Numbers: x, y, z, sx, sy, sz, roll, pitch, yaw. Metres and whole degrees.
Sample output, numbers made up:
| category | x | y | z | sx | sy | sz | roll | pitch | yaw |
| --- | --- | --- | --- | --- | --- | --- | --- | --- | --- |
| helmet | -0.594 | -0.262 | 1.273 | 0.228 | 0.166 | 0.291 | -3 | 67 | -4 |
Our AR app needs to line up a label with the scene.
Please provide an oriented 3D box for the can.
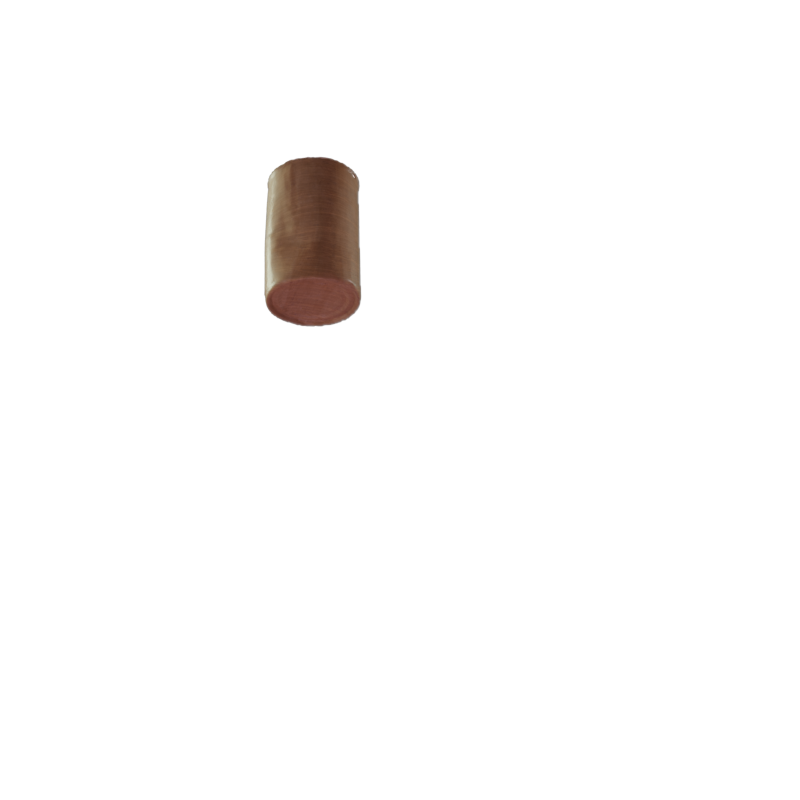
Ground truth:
| category | x | y | z | sx | sy | sz | roll | pitch | yaw |
| --- | --- | --- | --- | --- | --- | --- | --- | --- | --- |
| can | -0.061 | -0.112 | 0.785 | 0.068 | 0.109 | 0.064 | -1 | -31 | -2 |
